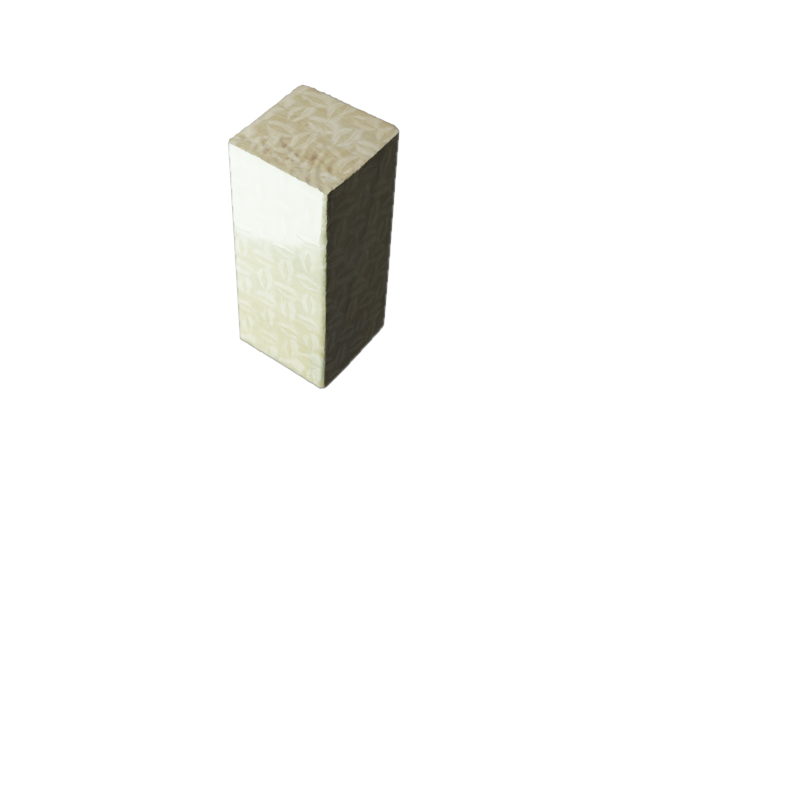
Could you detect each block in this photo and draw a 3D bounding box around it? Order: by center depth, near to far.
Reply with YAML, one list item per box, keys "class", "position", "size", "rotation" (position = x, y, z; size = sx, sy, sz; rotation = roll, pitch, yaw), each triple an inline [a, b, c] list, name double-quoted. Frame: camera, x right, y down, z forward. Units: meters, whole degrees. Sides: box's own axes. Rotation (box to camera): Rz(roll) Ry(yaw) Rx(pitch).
- class: "block"
  position: [-0.065, -0.120, 0.841]
  size: [0.095, 0.192, 0.092]
  rotation: [30, 53, 21]
